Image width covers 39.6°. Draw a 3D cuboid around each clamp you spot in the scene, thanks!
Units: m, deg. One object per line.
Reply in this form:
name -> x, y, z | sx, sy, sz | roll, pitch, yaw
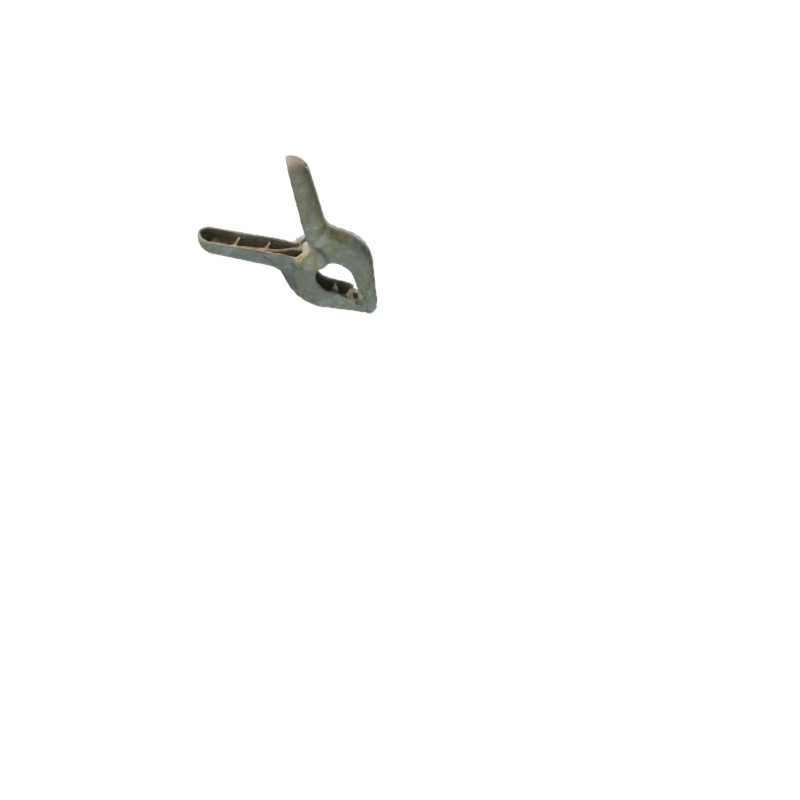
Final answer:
clamp -> -0.075, -0.137, 0.960 | 0.162, 0.042, 0.118 | 28, -50, -27
